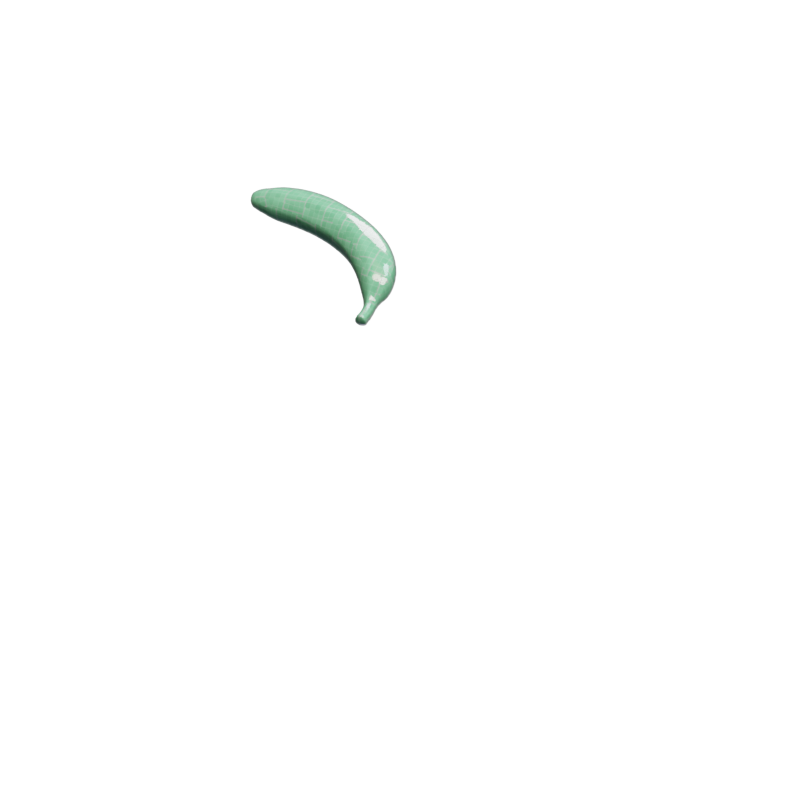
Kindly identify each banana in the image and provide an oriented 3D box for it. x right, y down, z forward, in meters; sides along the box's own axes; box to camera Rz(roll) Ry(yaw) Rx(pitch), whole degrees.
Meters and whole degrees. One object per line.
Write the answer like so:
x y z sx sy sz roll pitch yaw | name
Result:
-0.060 -0.145 0.989 0.069 0.034 0.214 -22 47 -23 | banana
